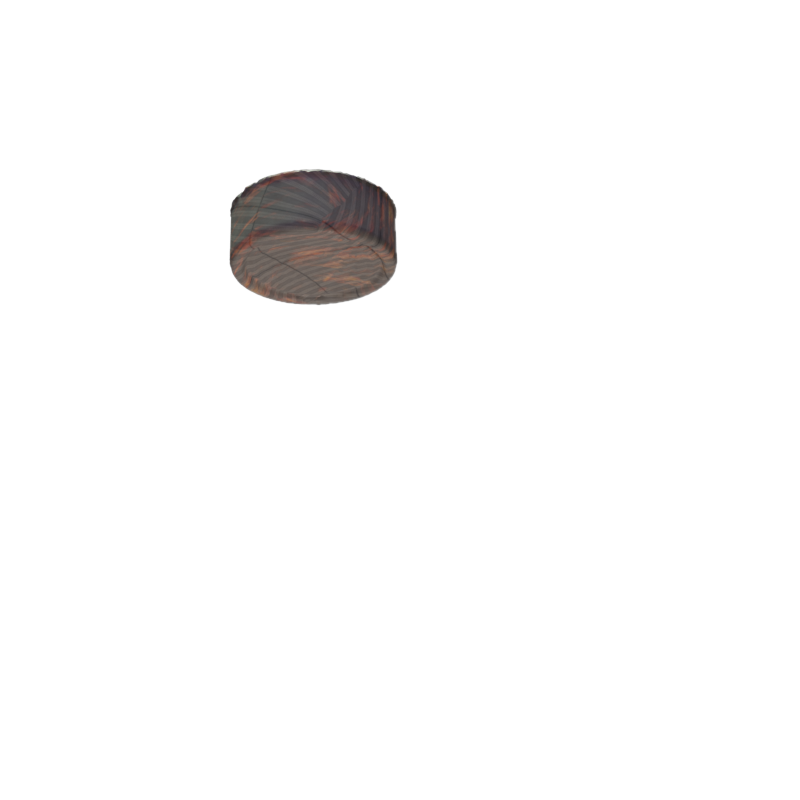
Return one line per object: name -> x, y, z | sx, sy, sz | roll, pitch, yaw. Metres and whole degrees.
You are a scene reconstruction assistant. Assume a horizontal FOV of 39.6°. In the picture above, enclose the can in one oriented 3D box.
can -> -0.044, -0.081, 0.565 | 0.086, 0.035, 0.081 | 1, -23, -2
